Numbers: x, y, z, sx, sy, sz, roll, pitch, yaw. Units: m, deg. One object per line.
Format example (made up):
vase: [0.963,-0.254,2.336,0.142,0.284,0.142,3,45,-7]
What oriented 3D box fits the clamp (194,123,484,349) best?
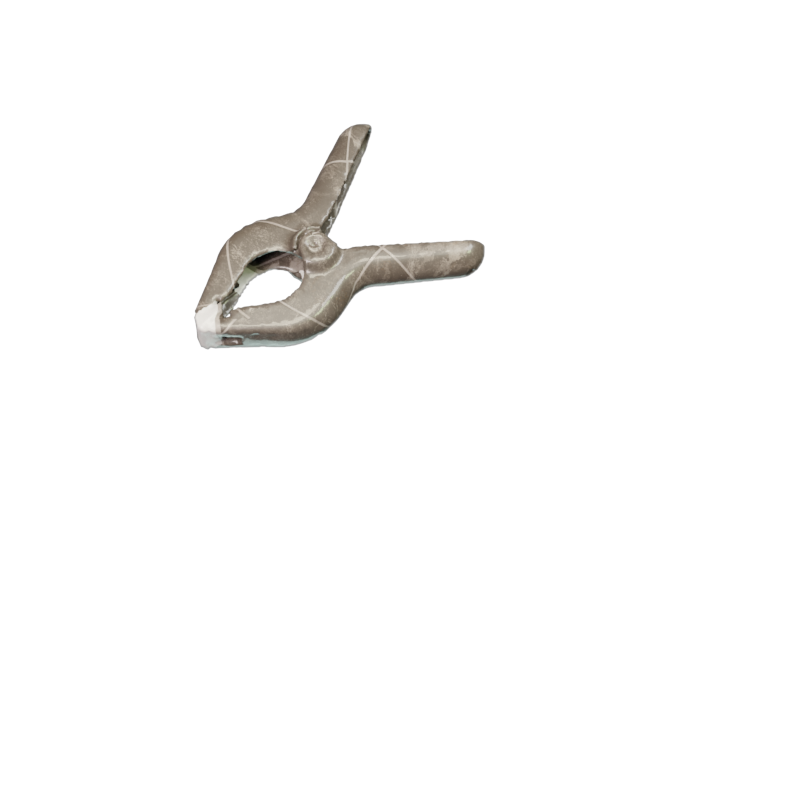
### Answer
clamp: [-0.051,-0.092,0.648,0.171,0.129,0.037,-25,-30,-16]
